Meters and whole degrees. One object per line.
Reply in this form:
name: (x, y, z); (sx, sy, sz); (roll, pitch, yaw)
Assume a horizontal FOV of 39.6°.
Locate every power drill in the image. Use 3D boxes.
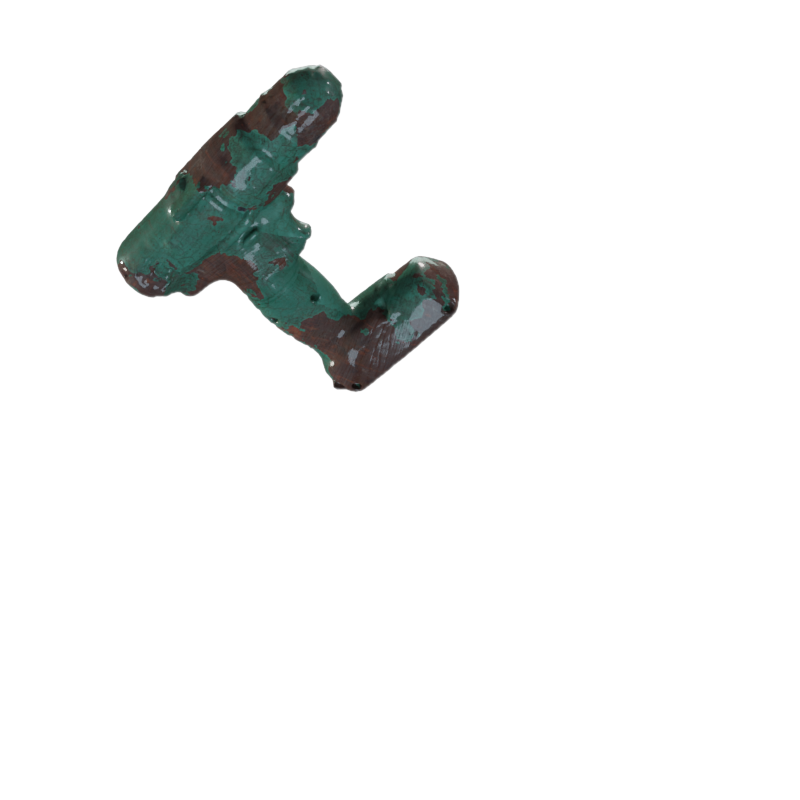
power drill: (-0.054, -0.098, 0.686); (0.178, 0.061, 0.182); (36, -60, -25)
